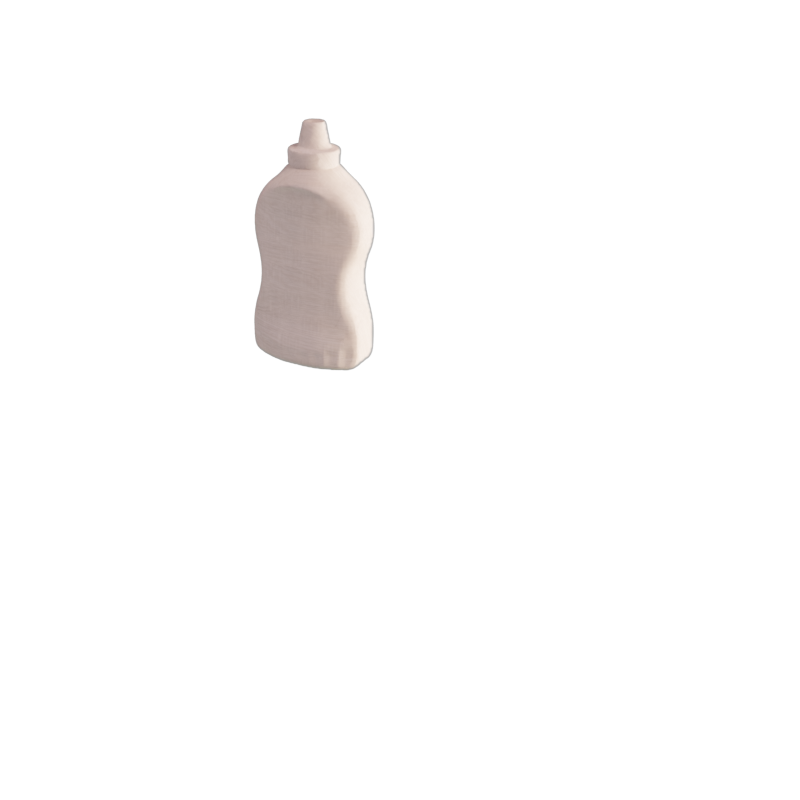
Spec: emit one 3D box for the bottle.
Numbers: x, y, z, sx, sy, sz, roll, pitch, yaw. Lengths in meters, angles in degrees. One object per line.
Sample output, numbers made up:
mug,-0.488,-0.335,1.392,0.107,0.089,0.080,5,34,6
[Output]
bottle,-0.067,-0.124,0.864,0.100,0.183,0.058,13,22,28
